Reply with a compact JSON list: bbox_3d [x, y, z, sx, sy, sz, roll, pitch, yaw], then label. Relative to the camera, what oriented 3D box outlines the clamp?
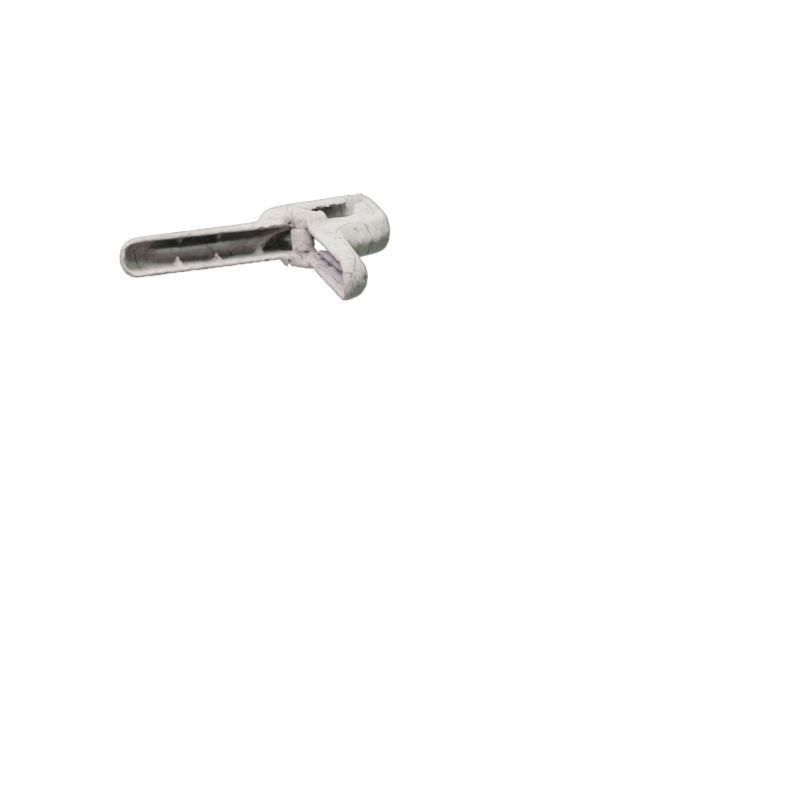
[{"bbox_3d":[-0.057,-0.105,0.733,0.172,0.035,0.209,11,23,28],"label":"clamp"}]
